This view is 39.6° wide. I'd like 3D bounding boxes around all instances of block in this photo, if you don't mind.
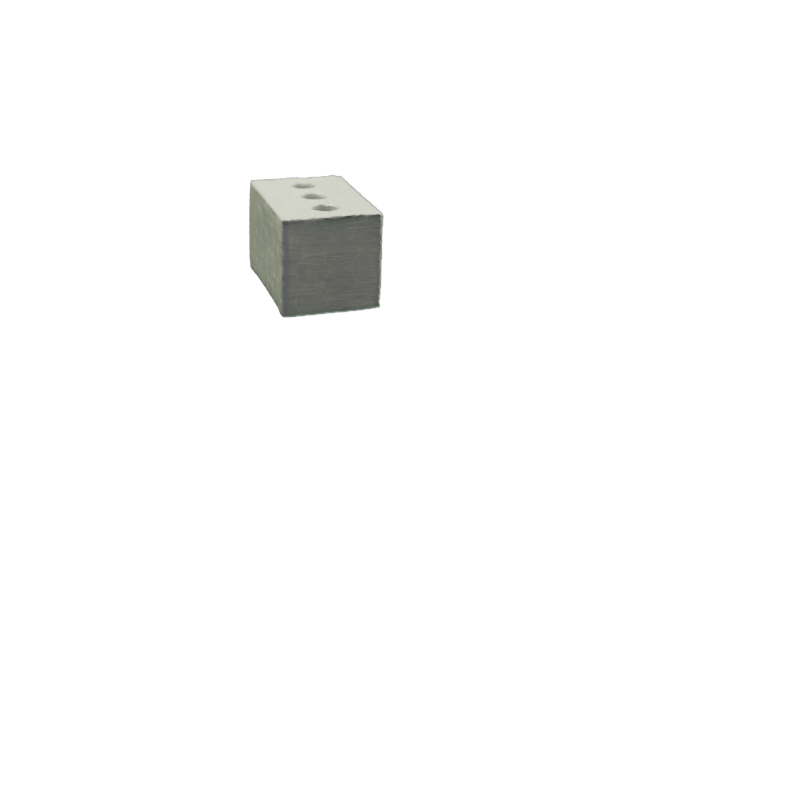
[{"bbox_3d":[-0.045,-0.082,0.572,0.052,0.049,0.083,-6,24,-17],"label":"block"}]
